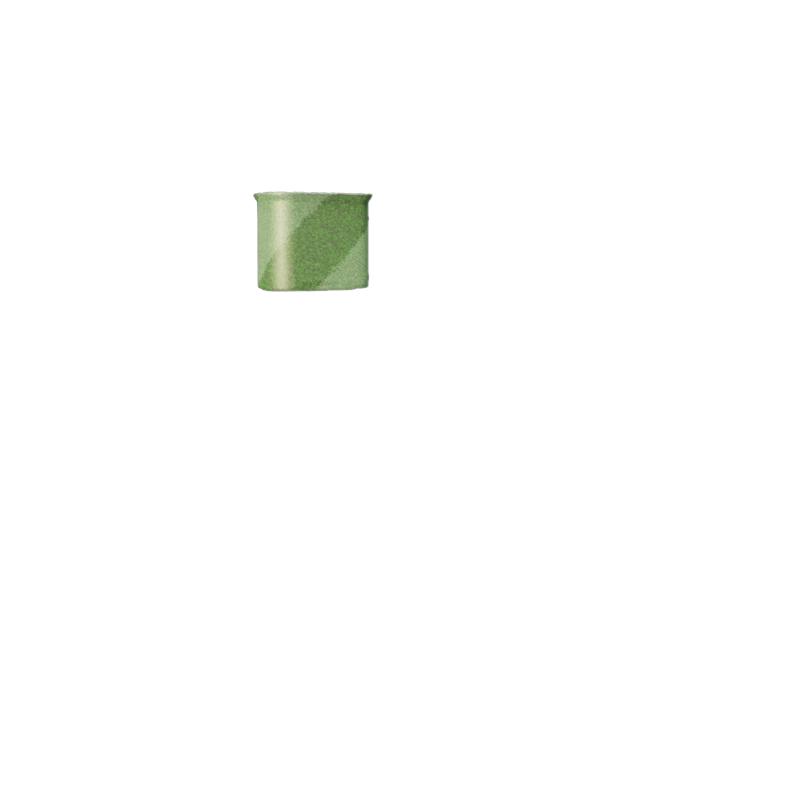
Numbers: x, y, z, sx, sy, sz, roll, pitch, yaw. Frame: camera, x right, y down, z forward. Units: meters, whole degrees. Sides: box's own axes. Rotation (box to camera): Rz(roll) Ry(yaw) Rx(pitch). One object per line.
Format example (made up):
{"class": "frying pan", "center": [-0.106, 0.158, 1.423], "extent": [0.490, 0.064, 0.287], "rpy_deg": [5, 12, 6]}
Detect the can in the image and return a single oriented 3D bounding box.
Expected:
{"class": "can", "center": [-0.075, -0.137, 0.959], "extent": [0.099, 0.084, 0.060], "rpy_deg": [-3, 3, -30]}
